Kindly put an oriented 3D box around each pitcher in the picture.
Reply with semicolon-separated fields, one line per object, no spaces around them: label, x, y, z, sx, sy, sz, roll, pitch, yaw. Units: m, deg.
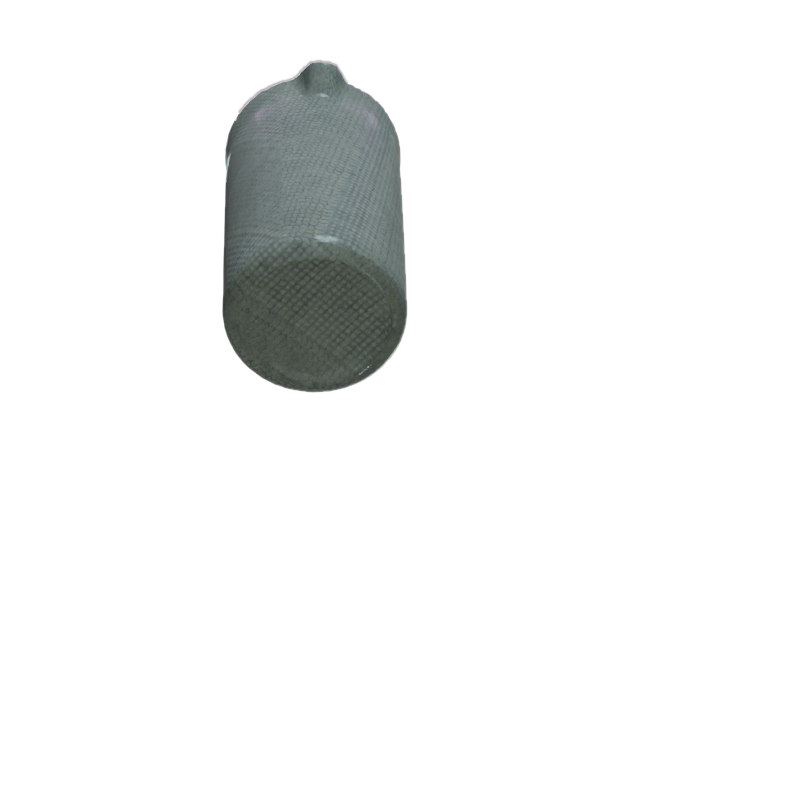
pitcher;-0.058;-0.107;0.747;0.144;0.140;0.259;-33;29;17
